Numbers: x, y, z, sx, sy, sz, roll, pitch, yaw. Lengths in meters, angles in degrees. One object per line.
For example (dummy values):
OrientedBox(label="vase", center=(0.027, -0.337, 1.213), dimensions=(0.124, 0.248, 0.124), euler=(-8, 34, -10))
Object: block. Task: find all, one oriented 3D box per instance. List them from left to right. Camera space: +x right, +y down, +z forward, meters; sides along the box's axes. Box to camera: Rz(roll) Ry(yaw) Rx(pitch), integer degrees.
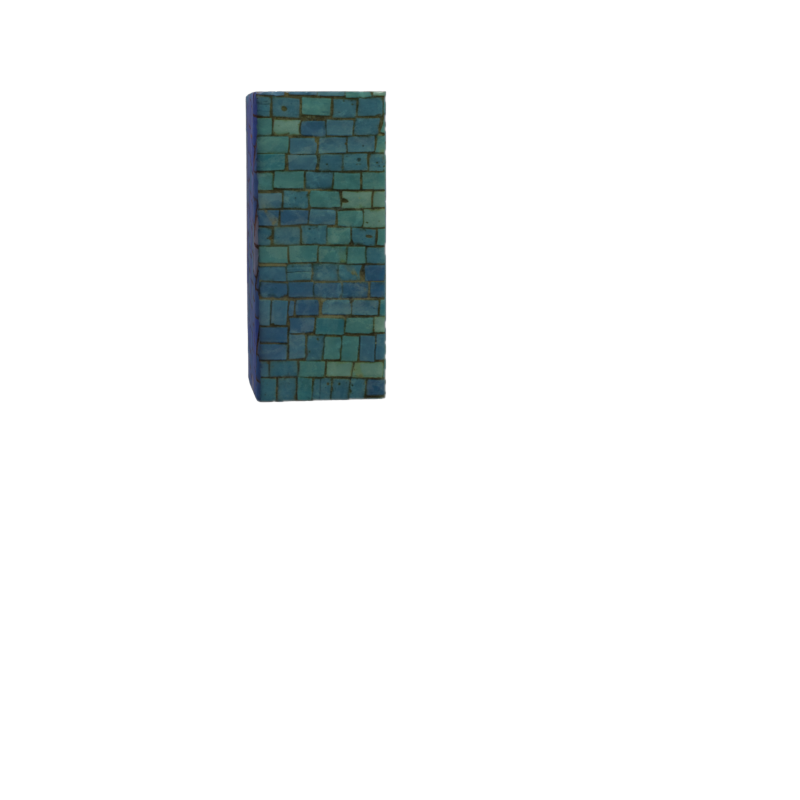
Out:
OrientedBox(label="block", center=(-0.061, -0.111, 0.775), dimensions=(0.090, 0.203, 0.093), euler=(-1, 7, -9))
